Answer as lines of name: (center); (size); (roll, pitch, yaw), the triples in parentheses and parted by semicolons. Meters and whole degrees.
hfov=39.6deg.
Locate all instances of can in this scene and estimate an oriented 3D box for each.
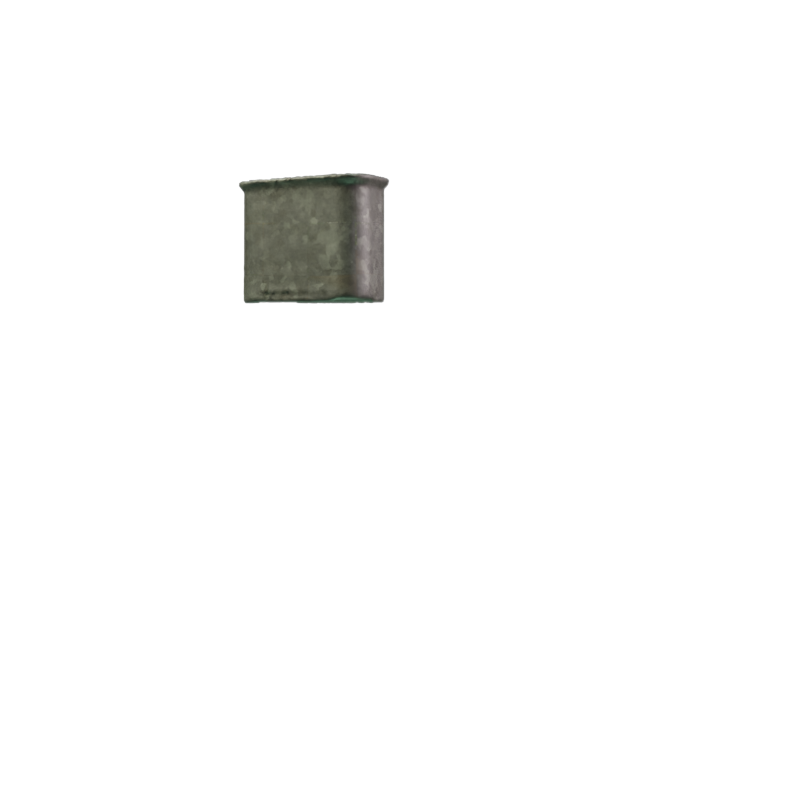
can: (-0.059, -0.108, 0.756); (0.105, 0.084, 0.055); (1, -1, 28)
